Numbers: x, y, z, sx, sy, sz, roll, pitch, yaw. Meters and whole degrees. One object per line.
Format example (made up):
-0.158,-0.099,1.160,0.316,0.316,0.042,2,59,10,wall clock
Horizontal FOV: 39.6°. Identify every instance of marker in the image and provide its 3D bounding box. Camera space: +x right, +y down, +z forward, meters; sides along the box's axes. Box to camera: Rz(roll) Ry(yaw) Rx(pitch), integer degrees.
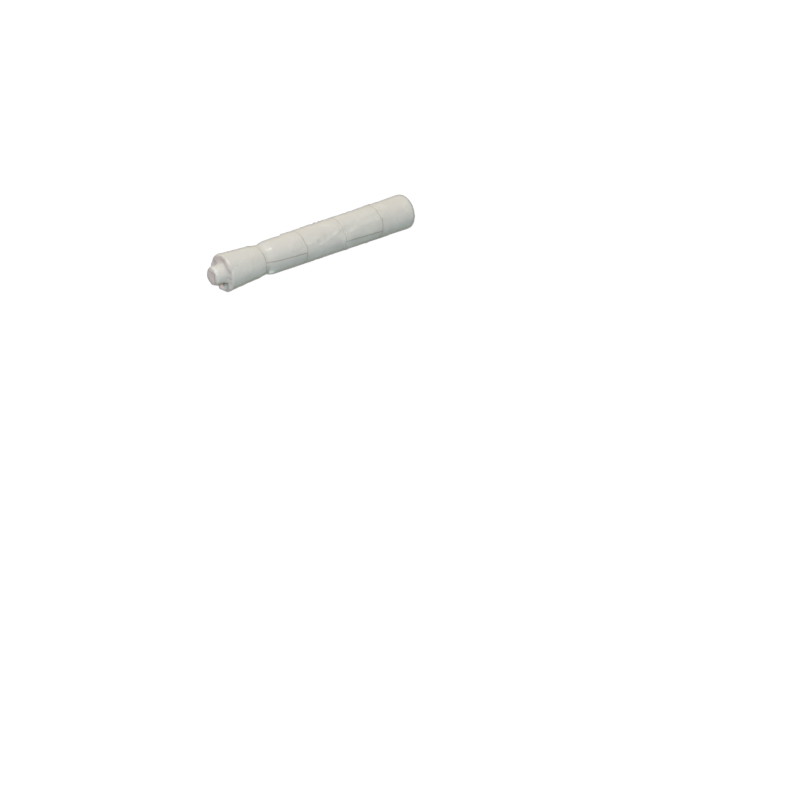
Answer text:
-0.043,-0.079,0.552,0.120,0.019,0.021,-25,18,-34,marker
